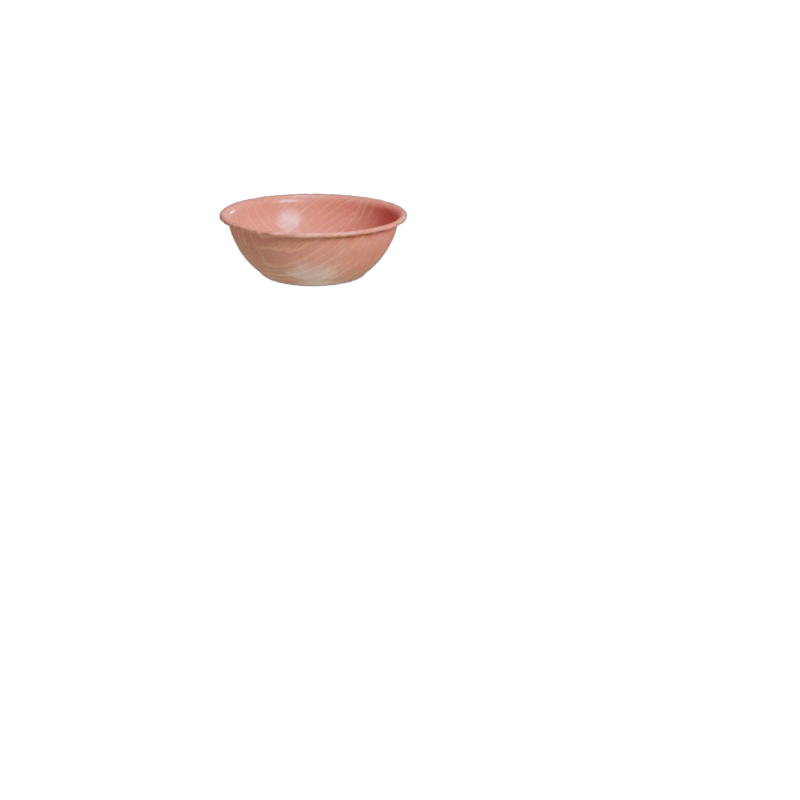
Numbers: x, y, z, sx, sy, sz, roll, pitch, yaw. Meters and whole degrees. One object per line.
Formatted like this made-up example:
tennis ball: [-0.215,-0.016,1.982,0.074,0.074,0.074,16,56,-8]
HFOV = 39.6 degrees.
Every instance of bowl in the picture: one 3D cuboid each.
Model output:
bowl: [-0.075,-0.137,0.961,0.162,0.053,0.169,-1,21,-2]
